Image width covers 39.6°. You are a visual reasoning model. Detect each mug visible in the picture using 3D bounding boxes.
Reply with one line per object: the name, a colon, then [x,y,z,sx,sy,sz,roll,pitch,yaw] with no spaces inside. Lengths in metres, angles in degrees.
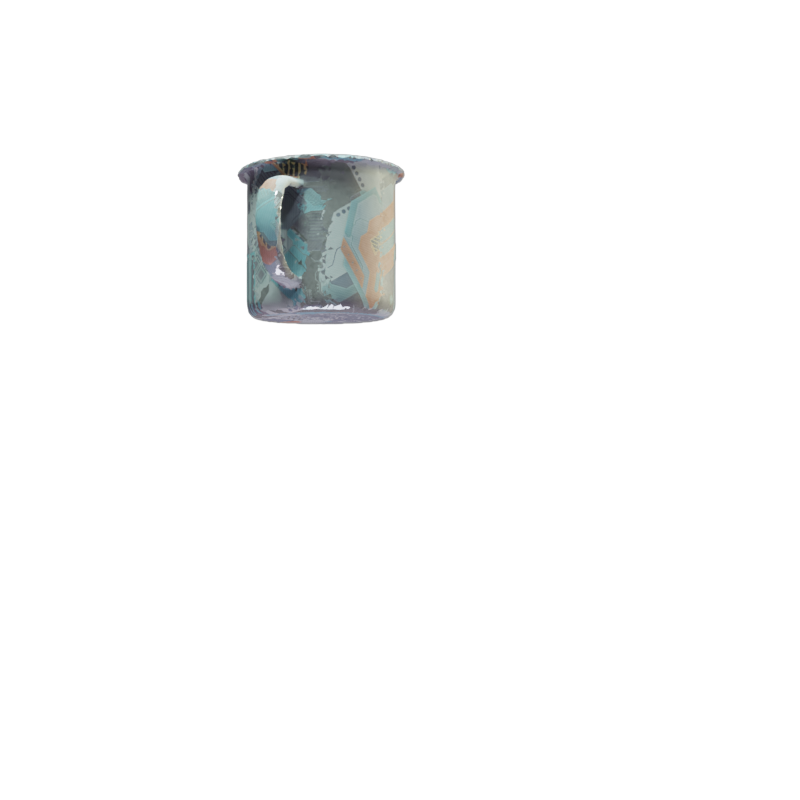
mug: [-0.047,-0.086,0.601,0.095,0.083,0.113,-2,-5,18]
